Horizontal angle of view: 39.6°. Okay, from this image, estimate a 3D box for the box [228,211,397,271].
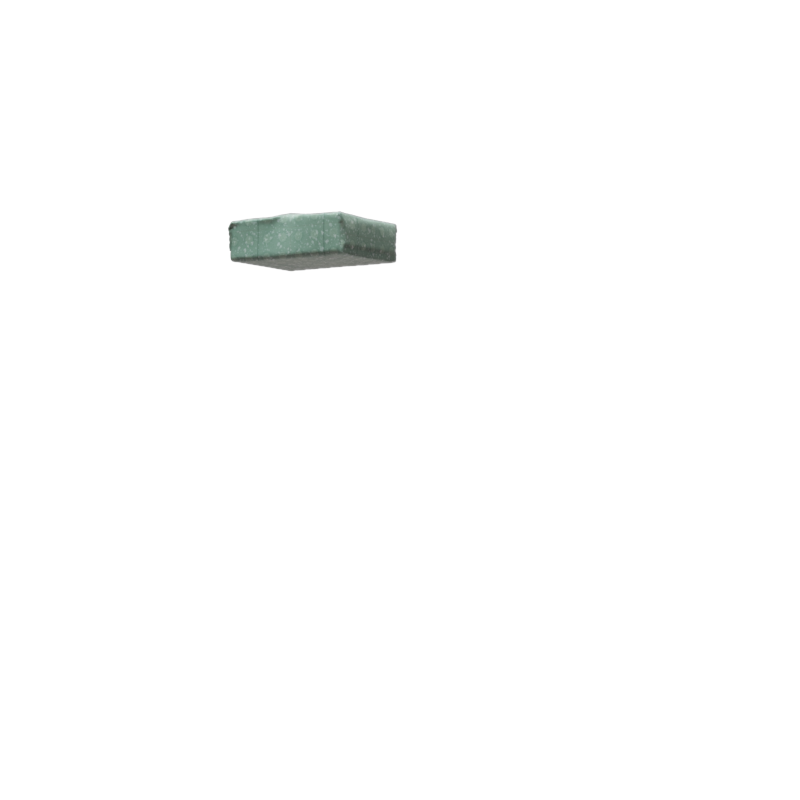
[{"bbox_3d":[-0.058,-0.105,0.737,0.092,0.030,0.070,0,0,31],"label":"box"}]
